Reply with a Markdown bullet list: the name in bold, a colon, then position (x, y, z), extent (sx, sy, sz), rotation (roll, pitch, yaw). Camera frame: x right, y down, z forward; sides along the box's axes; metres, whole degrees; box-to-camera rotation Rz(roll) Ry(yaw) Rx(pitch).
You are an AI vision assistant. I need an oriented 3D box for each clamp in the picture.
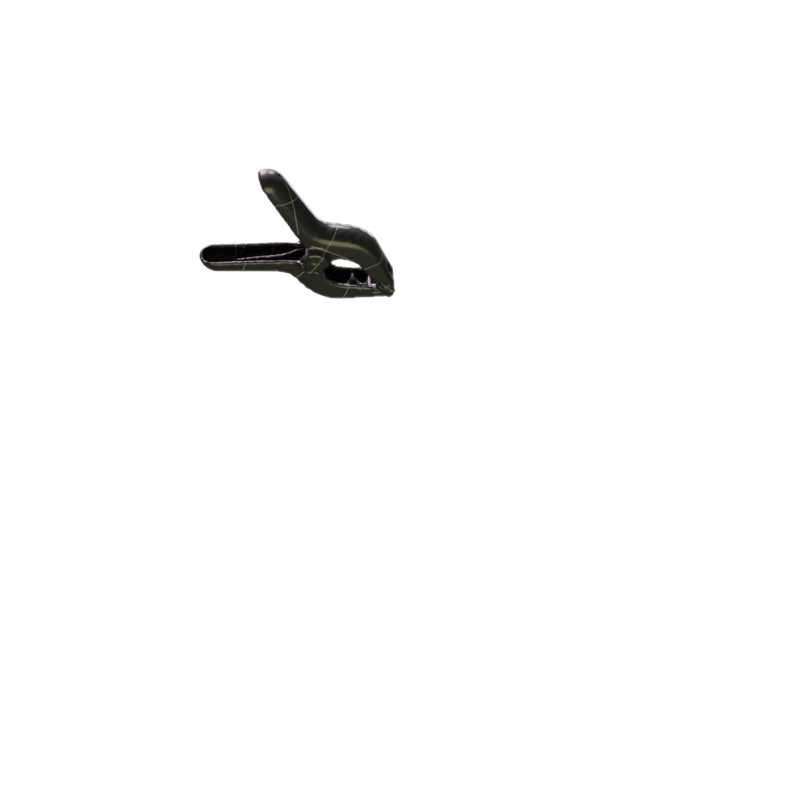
- **clamp**: position (-0.074, -0.135, 0.948), extent (0.166, 0.042, 0.116), rotation (13, -36, -19)
